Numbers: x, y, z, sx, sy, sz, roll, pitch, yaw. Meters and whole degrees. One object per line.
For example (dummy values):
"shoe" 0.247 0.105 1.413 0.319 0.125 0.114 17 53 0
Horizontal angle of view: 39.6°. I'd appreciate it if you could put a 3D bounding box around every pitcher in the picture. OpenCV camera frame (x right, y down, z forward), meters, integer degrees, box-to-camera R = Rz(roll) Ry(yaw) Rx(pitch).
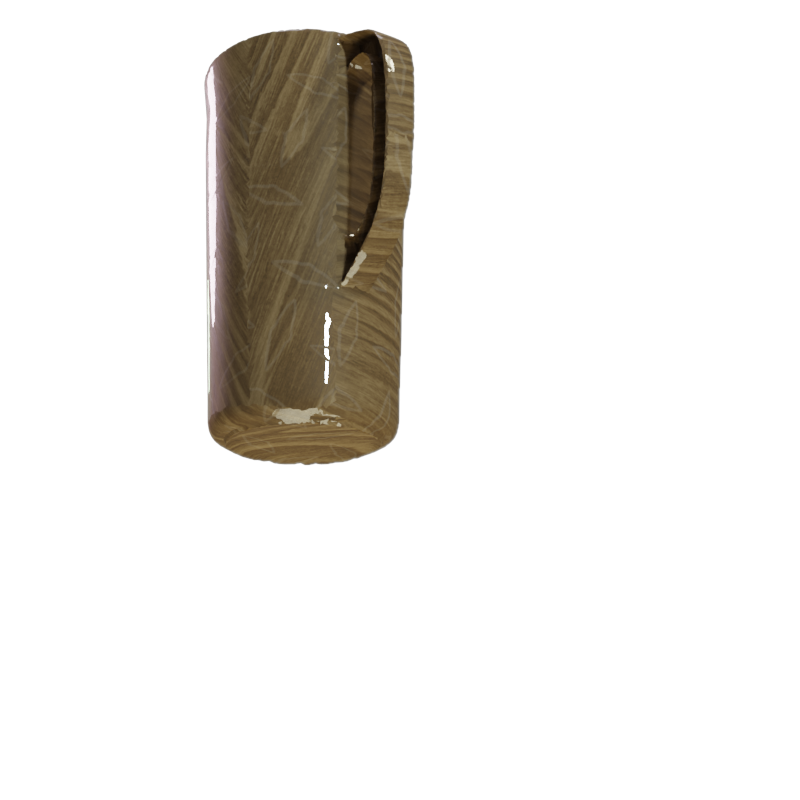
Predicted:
"pitcher" -0.052 -0.095 0.663 0.147 0.256 0.140 -6 -23 10
